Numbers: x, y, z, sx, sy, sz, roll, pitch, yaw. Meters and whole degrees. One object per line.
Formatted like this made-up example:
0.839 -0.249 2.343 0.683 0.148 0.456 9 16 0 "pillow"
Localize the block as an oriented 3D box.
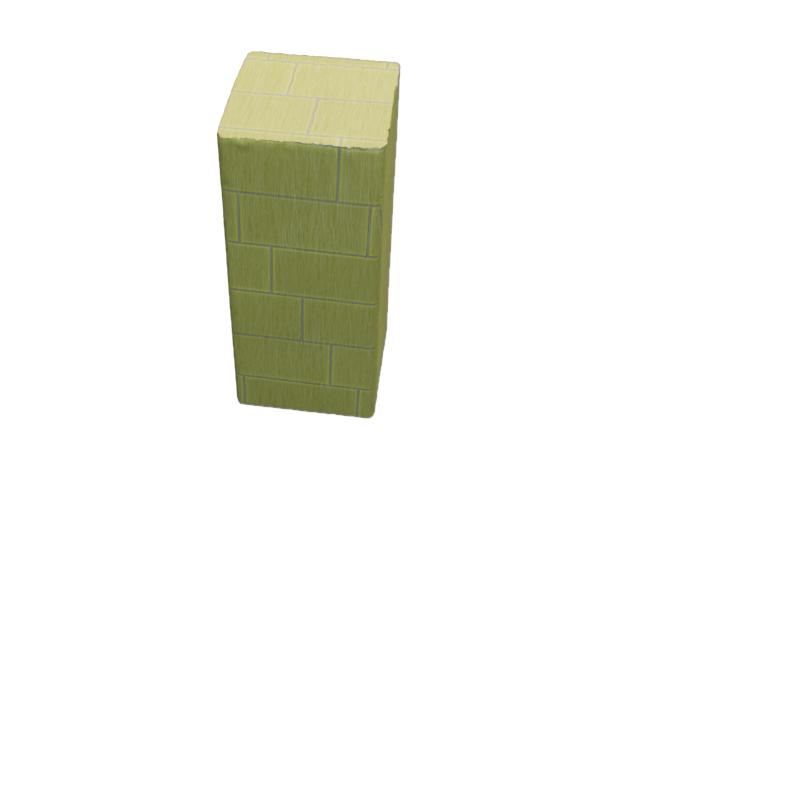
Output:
-0.052 -0.094 0.664 0.091 0.192 0.096 7 44 3 "block"
